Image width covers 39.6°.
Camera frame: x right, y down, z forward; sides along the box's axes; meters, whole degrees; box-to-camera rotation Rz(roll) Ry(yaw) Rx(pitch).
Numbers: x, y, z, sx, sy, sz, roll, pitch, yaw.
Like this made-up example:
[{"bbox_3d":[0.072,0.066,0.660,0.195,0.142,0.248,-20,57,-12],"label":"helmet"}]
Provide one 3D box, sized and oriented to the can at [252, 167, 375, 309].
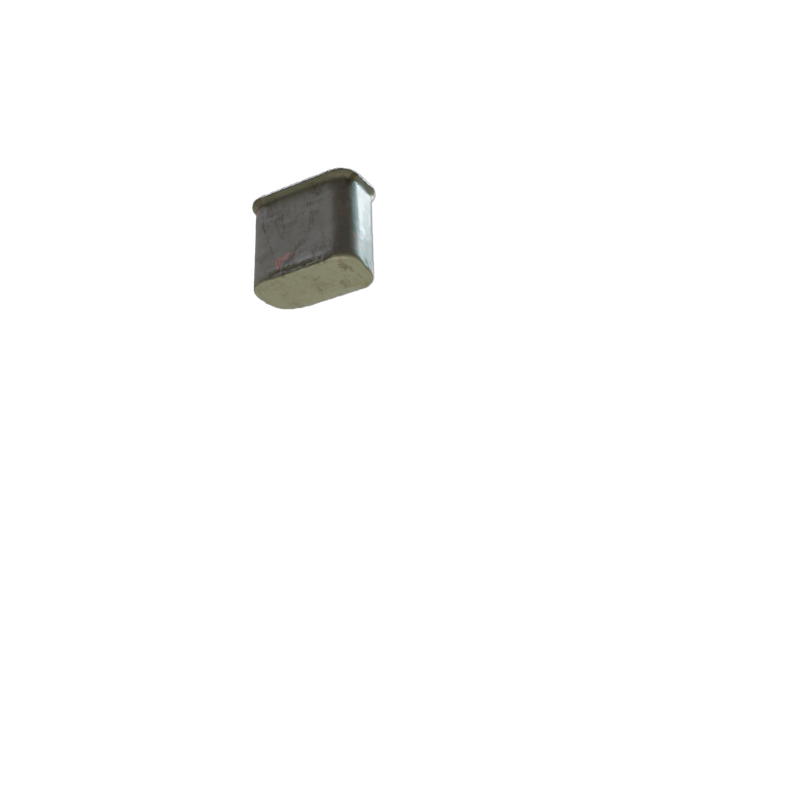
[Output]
[{"bbox_3d":[-0.070,-0.127,0.890,0.103,0.089,0.053,-17,-34,26],"label":"can"}]
